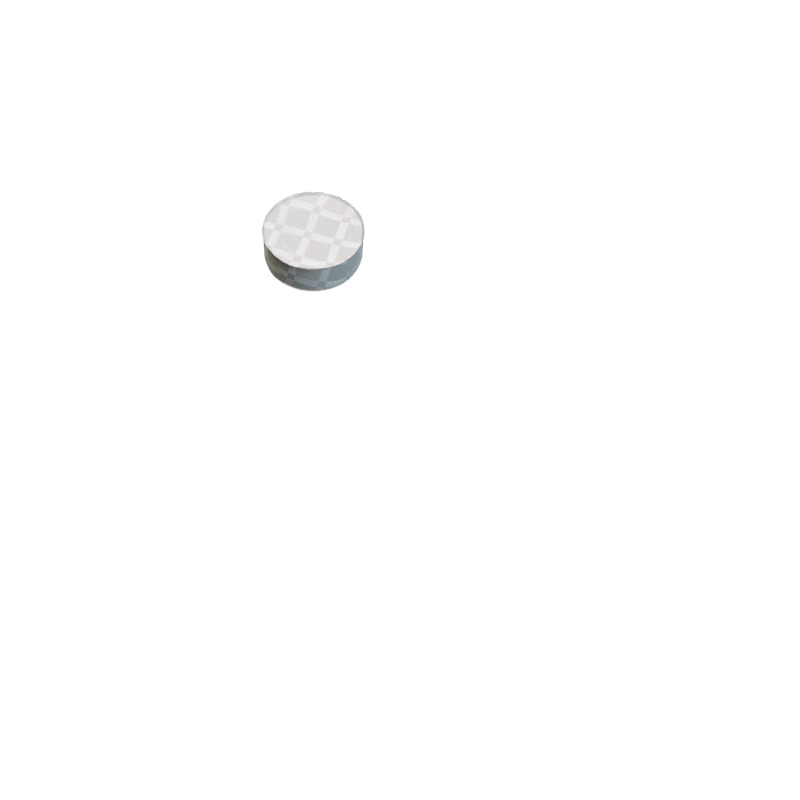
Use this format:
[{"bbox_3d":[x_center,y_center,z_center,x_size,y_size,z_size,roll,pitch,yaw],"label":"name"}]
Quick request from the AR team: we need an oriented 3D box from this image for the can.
[{"bbox_3d":[-0.074,-0.134,0.939,0.086,0.092,0.031,-1,-37,-1],"label":"can"}]
